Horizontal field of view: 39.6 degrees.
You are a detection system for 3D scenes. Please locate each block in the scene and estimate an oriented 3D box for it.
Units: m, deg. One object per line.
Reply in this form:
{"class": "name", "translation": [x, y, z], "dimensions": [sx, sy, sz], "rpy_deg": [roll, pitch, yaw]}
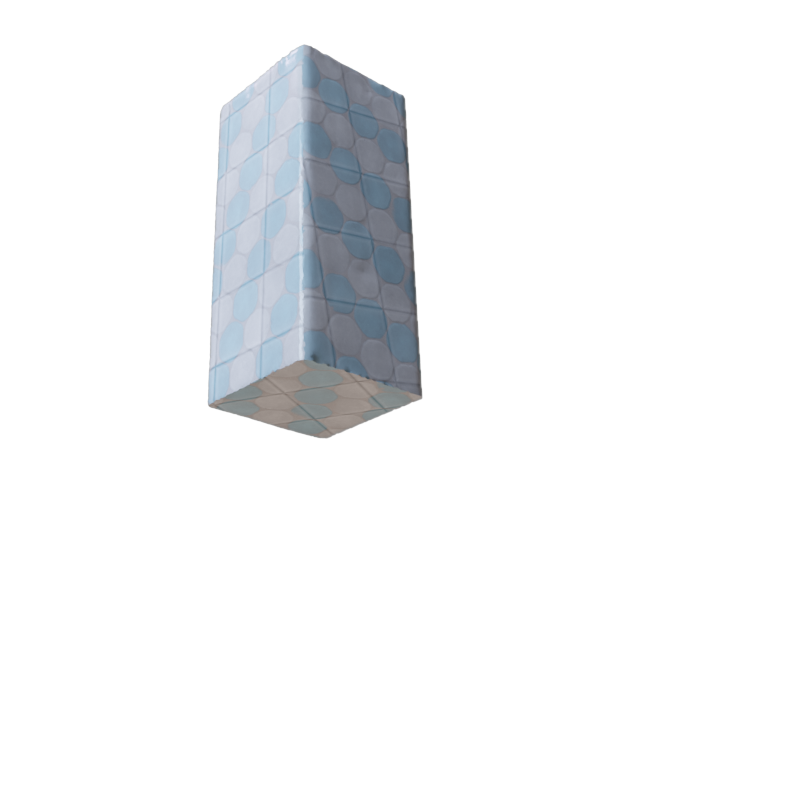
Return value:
{"class": "block", "translation": [-0.053, -0.096, 0.668], "dimensions": [0.085, 0.219, 0.091], "rpy_deg": [20, -34, -37]}
